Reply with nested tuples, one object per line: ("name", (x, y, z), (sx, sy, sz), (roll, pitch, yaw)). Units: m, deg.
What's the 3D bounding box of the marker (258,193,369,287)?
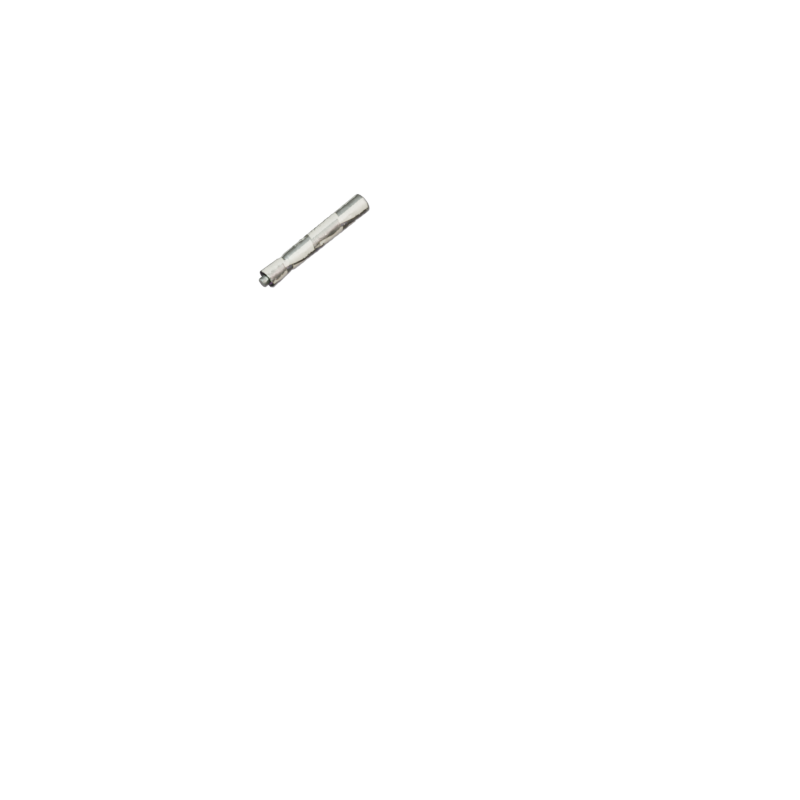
("marker", (-0.076, -0.139, 0.973), (0.122, 0.019, 0.020), (-42, 20, -19))
